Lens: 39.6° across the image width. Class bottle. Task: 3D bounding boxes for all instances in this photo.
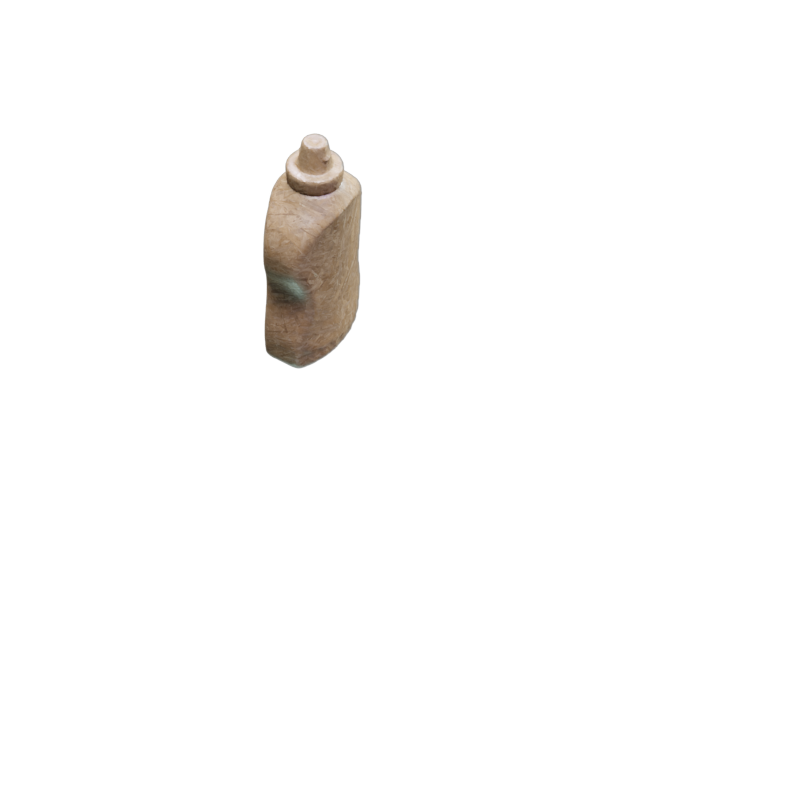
[{"bbox_3d":[-0.064,-0.117,0.823,0.061,0.179,0.098,26,51,19],"label":"bottle"}]
